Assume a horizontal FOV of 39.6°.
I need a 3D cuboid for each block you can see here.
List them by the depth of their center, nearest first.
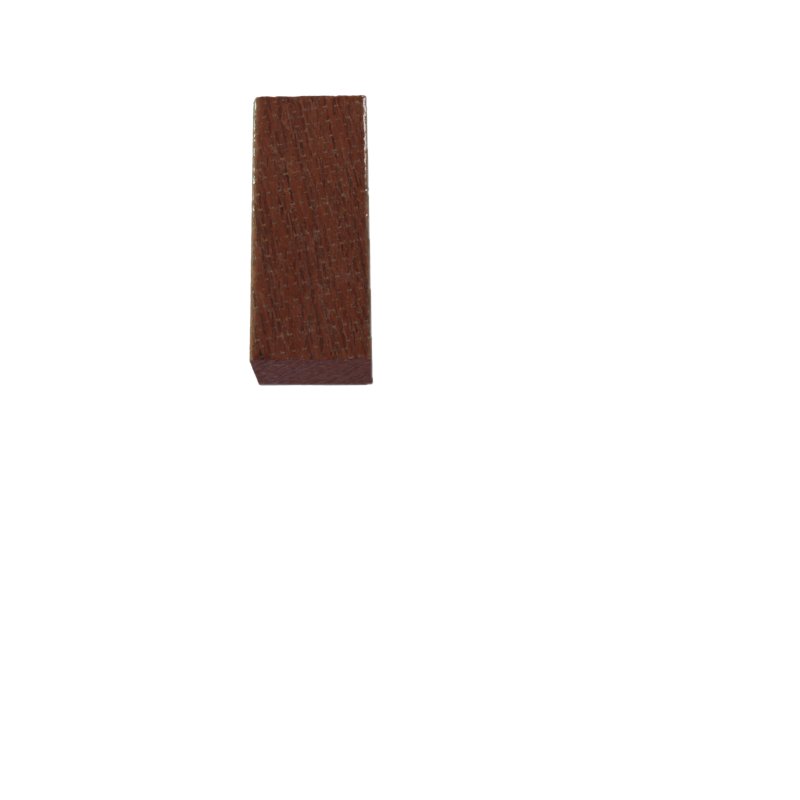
[{"bbox_3d":[-0.067,-0.122,0.852,0.090,0.215,0.087,-1,-17,0],"label":"block"}]
